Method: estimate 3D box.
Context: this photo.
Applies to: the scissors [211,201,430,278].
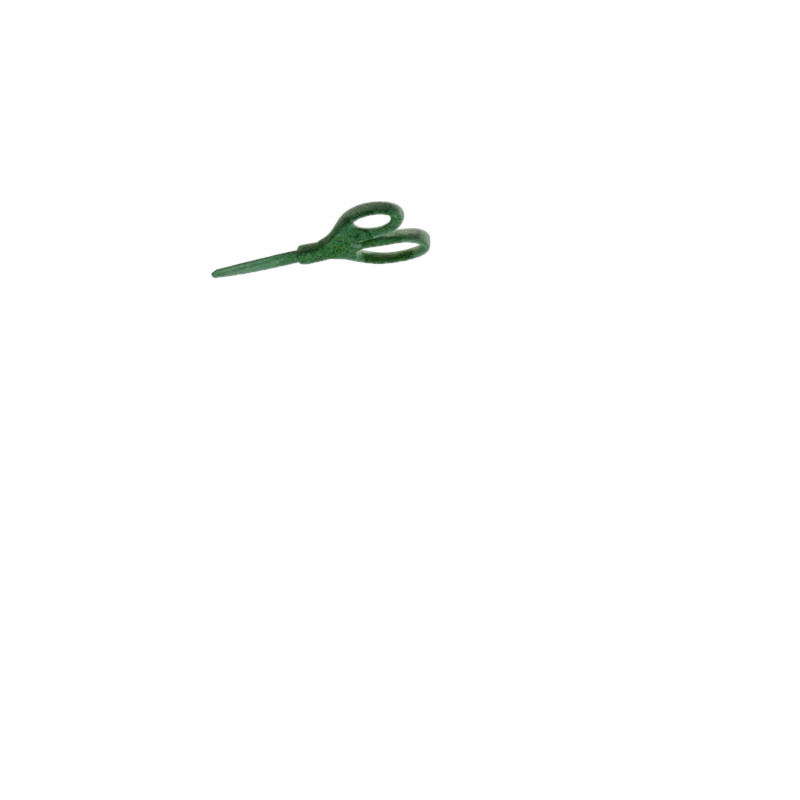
[{"bbox_3d":[-0.076,-0.138,0.966,0.203,0.017,0.090,-3,-26,6],"label":"scissors"}]
